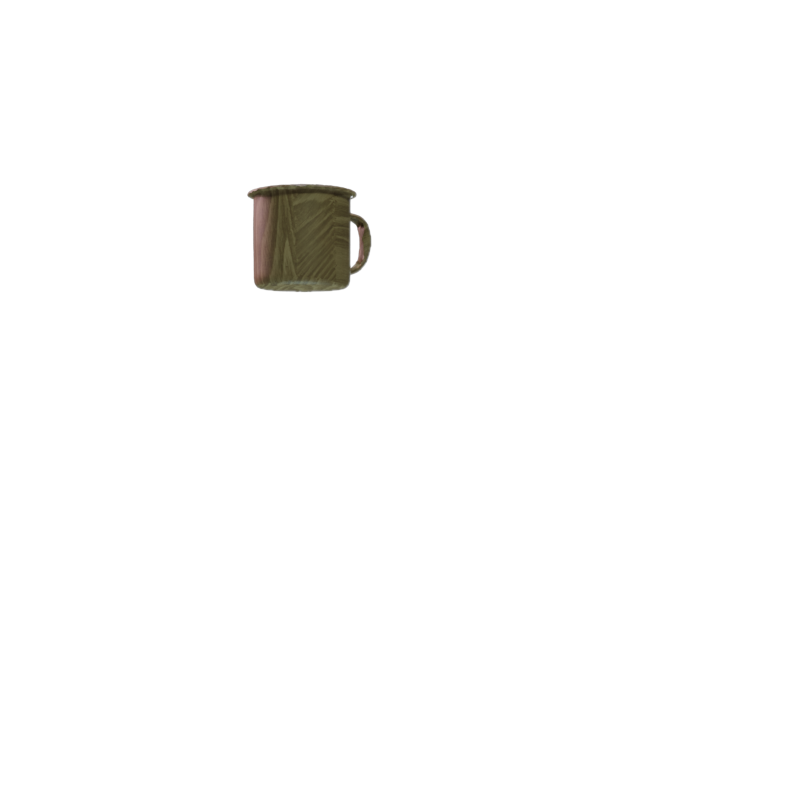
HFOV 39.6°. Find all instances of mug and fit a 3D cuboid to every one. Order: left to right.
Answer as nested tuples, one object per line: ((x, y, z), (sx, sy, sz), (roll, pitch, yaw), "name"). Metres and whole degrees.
((-0.074, -0.135, 0.943), (0.112, 0.083, 0.096), (1, -3, -39), "mug")
